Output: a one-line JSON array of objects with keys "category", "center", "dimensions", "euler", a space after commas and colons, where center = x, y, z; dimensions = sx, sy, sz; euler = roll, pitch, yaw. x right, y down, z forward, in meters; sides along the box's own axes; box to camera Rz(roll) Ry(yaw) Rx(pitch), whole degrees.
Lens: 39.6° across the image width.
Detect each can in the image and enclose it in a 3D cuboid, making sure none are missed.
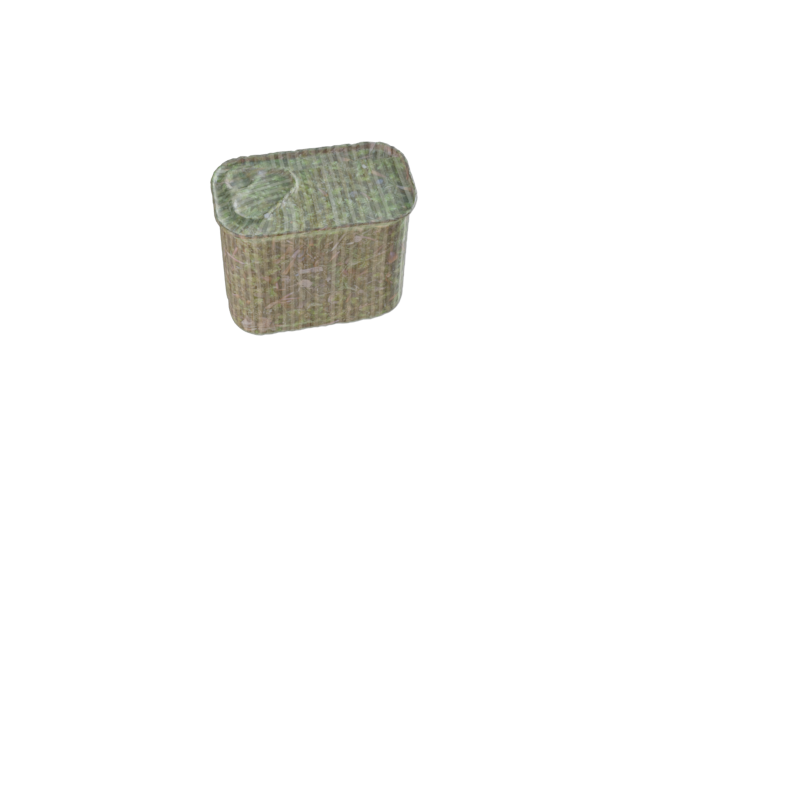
[{"category": "can", "center": [-0.046, -0.084, 0.586], "dimensions": [0.101, 0.062, 0.078], "euler": [-8, -37, -8]}]
